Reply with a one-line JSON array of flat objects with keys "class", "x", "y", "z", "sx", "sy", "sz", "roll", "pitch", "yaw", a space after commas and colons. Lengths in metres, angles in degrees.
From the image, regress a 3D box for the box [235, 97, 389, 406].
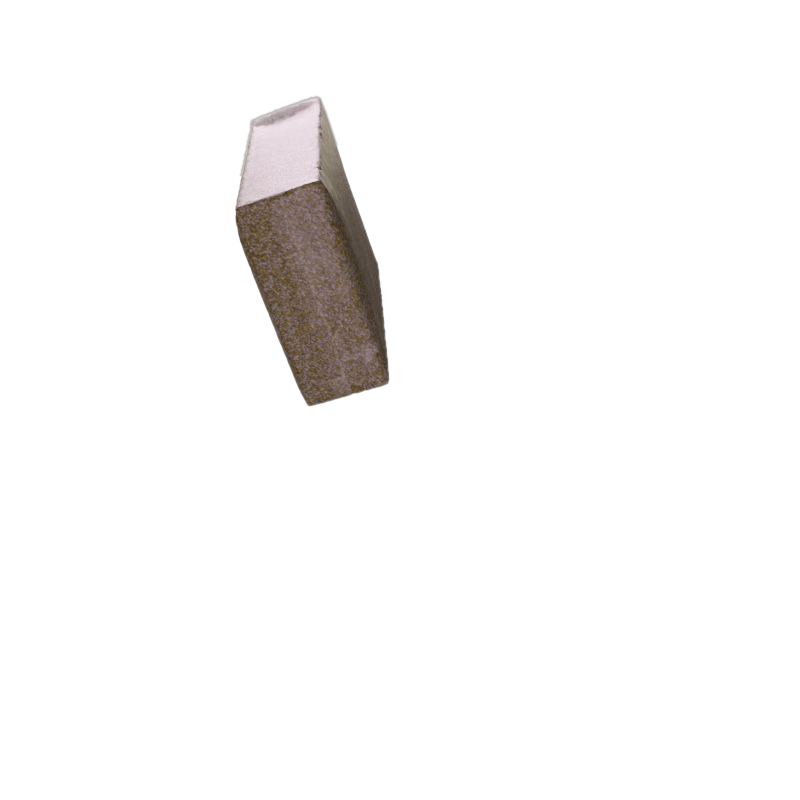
[{"class": "box", "x": -0.067, "y": -0.123, "z": 0.859, "sx": 0.072, "sy": 0.155, "sz": 0.226, "roll": -17, "pitch": 27, "yaw": 5}]
